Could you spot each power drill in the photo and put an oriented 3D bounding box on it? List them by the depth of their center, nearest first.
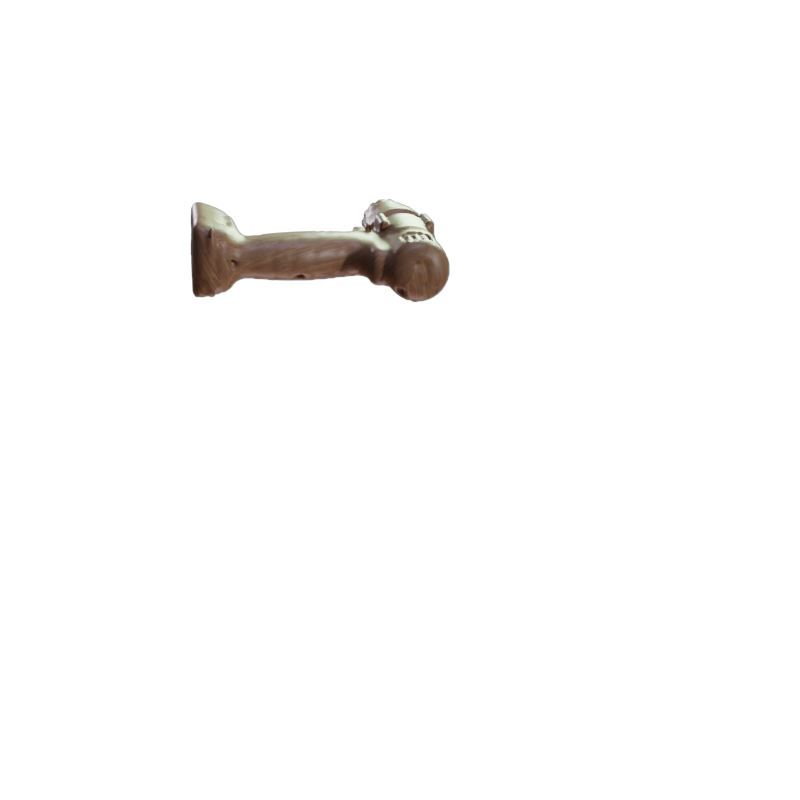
[{"bbox_3d":[-0.066,-0.121,0.848,0.186,0.055,0.193,-2,19,-7],"label":"power drill"}]
